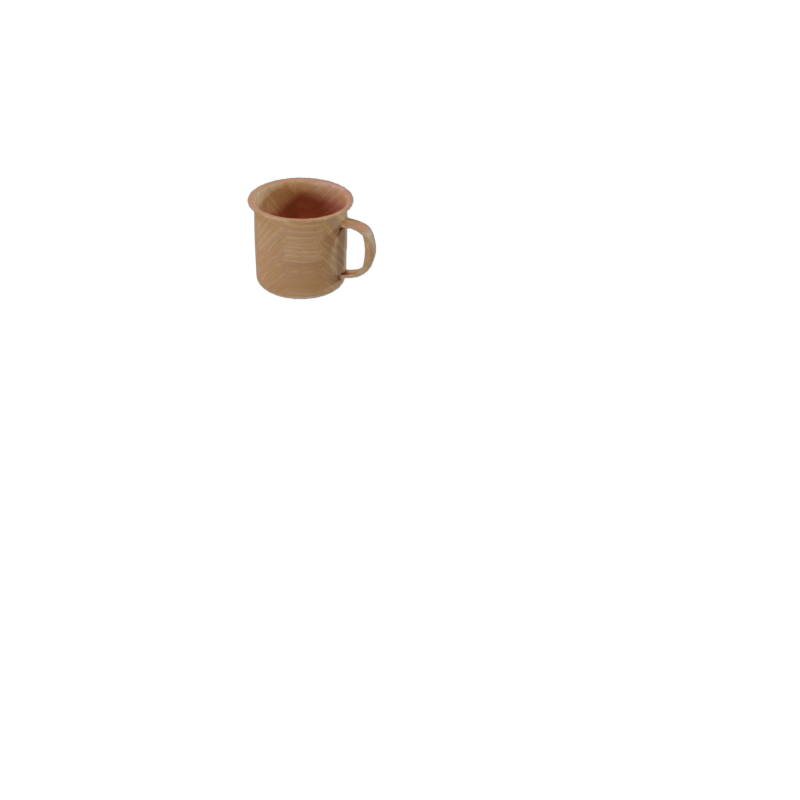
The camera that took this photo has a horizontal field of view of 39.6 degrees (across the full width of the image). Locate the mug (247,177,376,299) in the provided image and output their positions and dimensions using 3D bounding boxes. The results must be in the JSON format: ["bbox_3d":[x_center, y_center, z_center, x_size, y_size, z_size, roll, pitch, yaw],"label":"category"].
[{"bbox_3d":[-0.077,-0.140,0.980,0.121,0.077,0.096,11,32,17],"label":"mug"}]
